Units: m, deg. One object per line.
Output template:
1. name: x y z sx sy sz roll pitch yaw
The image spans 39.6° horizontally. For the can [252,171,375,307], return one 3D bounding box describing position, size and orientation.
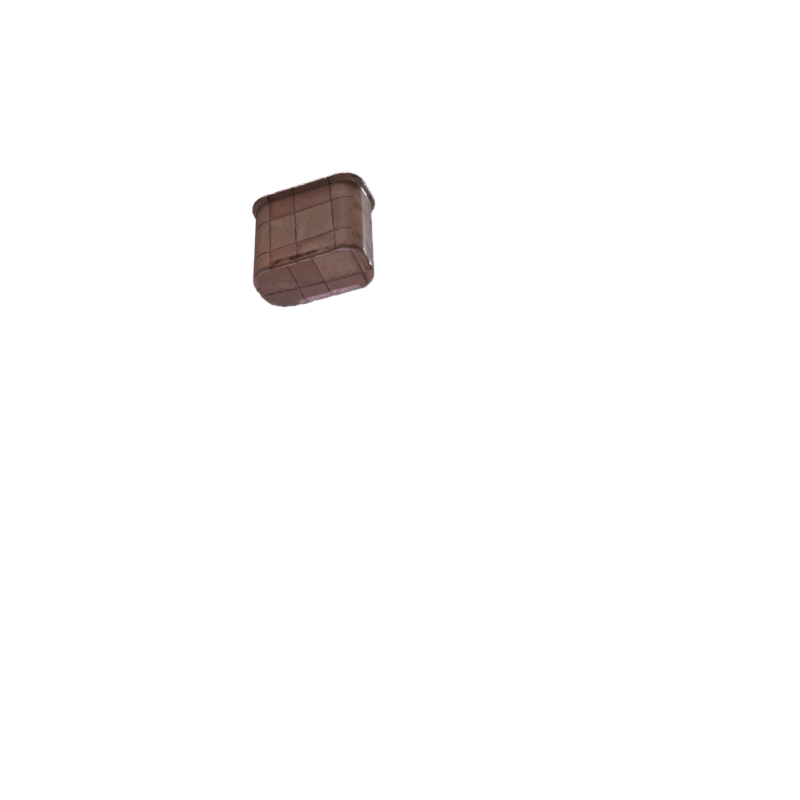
1. can: -0.071 -0.130 0.910 0.103 0.090 0.053 -15 -41 16
